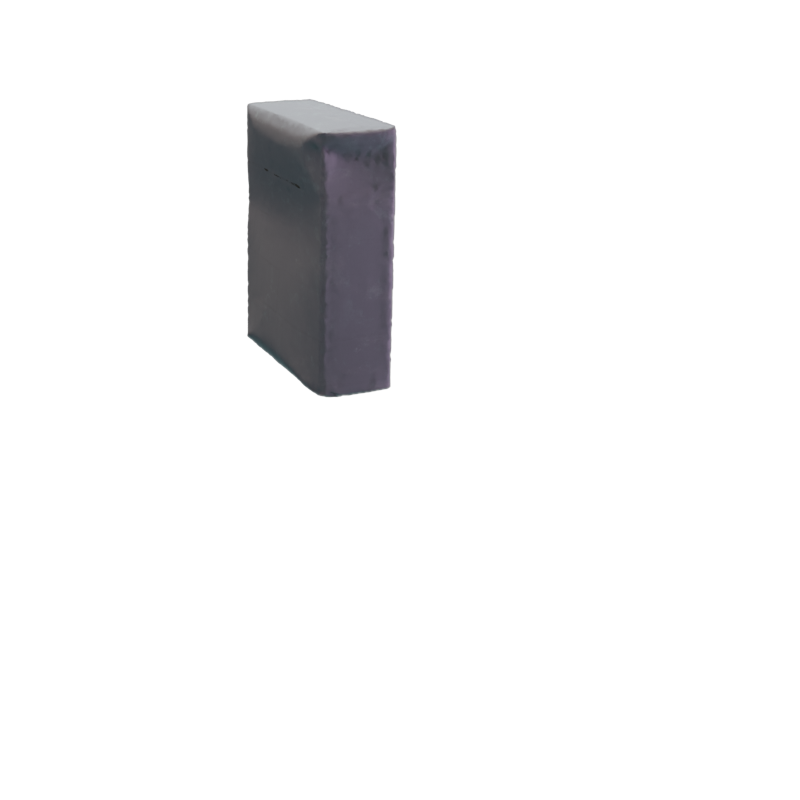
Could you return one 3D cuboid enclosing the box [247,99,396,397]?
[{"bbox_3d":[-0.071,-0.130,0.913,0.070,0.206,0.175,-7,20,-25],"label":"box"}]
